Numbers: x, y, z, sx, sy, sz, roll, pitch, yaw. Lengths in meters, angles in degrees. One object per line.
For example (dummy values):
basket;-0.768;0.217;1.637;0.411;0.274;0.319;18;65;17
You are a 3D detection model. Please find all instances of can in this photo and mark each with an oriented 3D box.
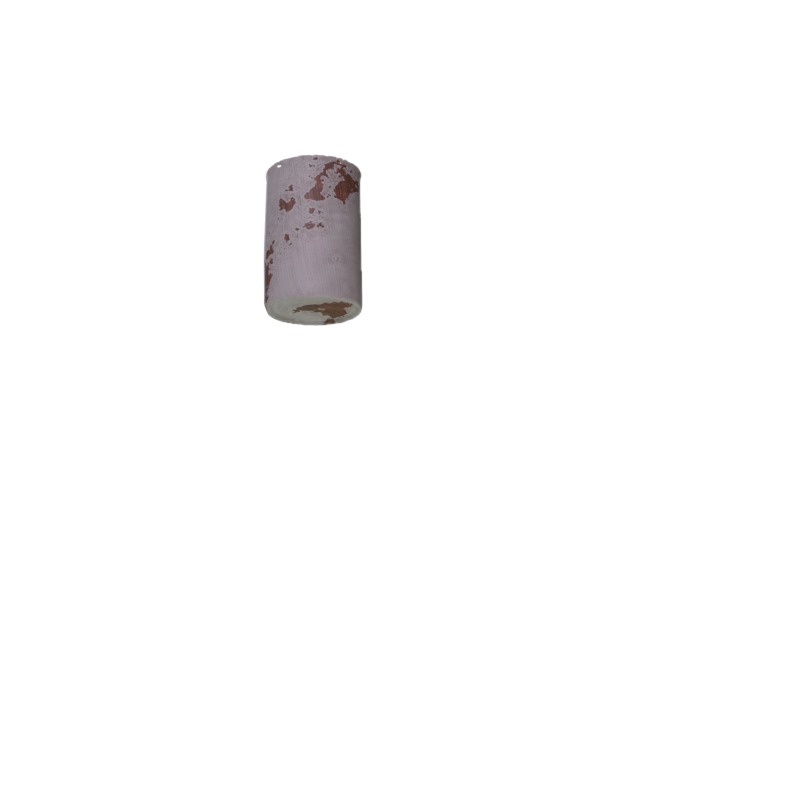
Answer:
can;-0.060;-0.110;0.768;0.068;0.107;0.066;0;-19;-2
